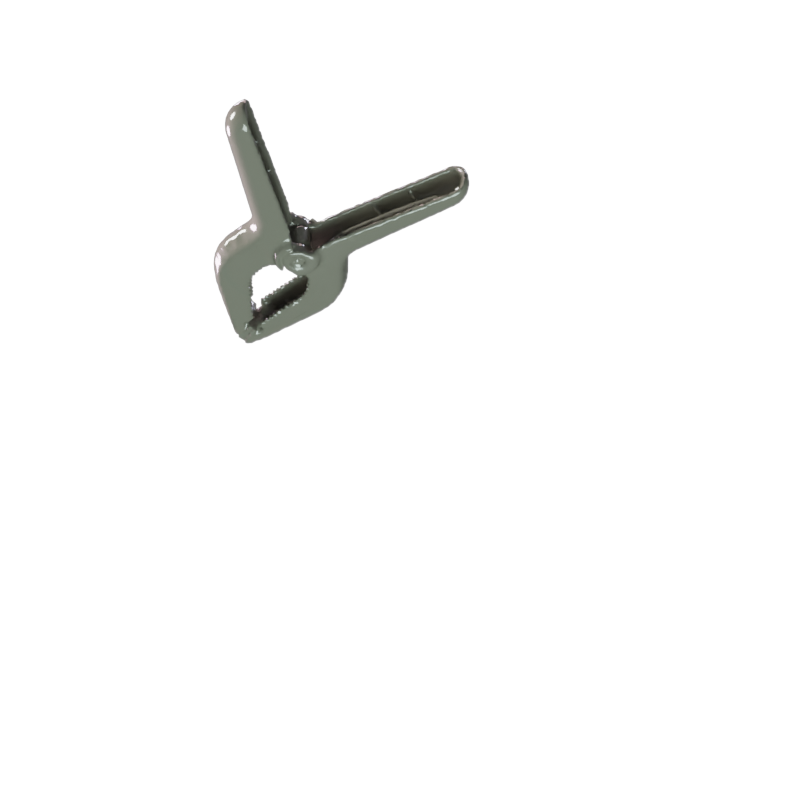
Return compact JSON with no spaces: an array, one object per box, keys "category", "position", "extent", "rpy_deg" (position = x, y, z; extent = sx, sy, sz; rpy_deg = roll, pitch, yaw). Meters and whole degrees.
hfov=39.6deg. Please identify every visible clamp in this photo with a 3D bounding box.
[{"category":"clamp","position":[-0.059,-0.108,0.757],"extent":[0.161,0.039,0.200],"rpy_deg":[12,-40,-15]}]
